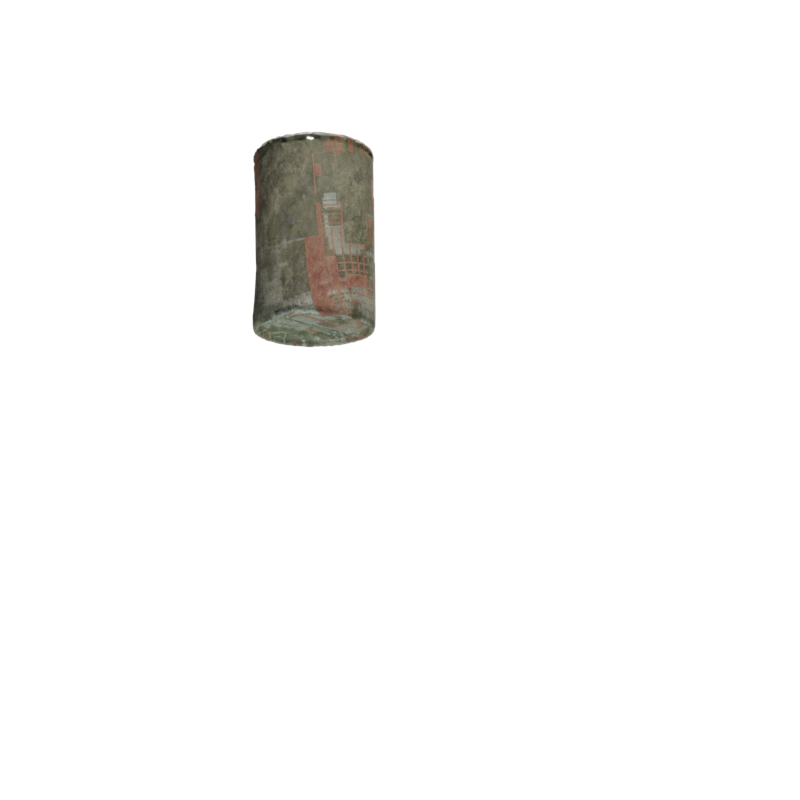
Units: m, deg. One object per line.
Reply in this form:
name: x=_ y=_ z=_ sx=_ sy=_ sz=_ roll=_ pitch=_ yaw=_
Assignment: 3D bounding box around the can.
can: x=-0.048 y=-0.087 z=0.608 sx=0.068 sy=0.107 sz=0.066 roll=0 pitch=-18 yaw=-2
